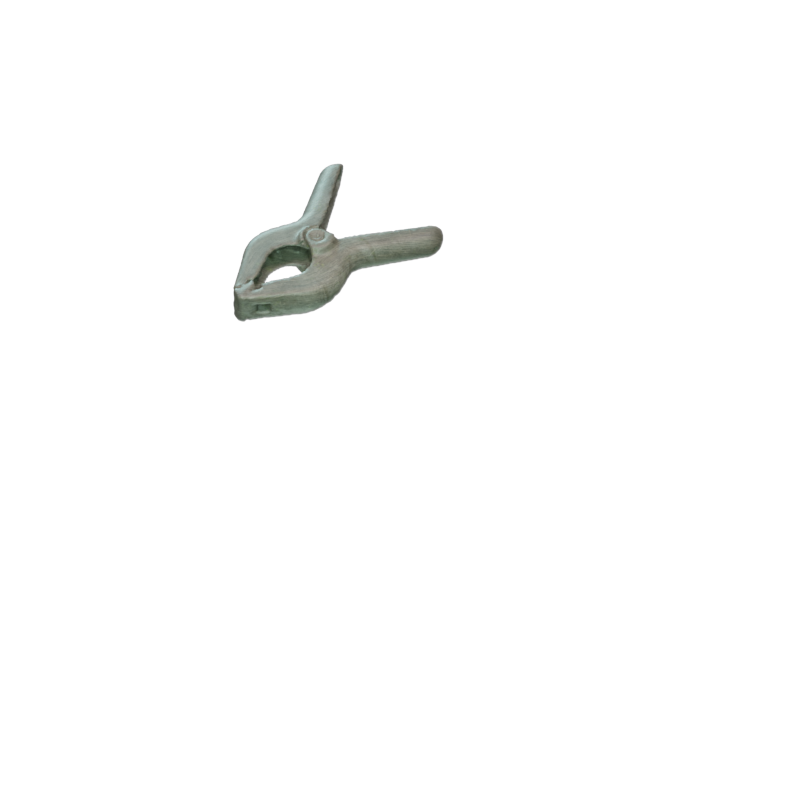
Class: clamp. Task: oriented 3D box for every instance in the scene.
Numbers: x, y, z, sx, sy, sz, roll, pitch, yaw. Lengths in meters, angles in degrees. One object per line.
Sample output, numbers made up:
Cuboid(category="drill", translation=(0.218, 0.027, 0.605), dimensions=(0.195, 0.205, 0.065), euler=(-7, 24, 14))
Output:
Cuboid(category="clamp", translation=(-0.066, -0.121, 0.845), dimensions=(0.171, 0.037, 0.129), euler=(-28, 50, -27))
